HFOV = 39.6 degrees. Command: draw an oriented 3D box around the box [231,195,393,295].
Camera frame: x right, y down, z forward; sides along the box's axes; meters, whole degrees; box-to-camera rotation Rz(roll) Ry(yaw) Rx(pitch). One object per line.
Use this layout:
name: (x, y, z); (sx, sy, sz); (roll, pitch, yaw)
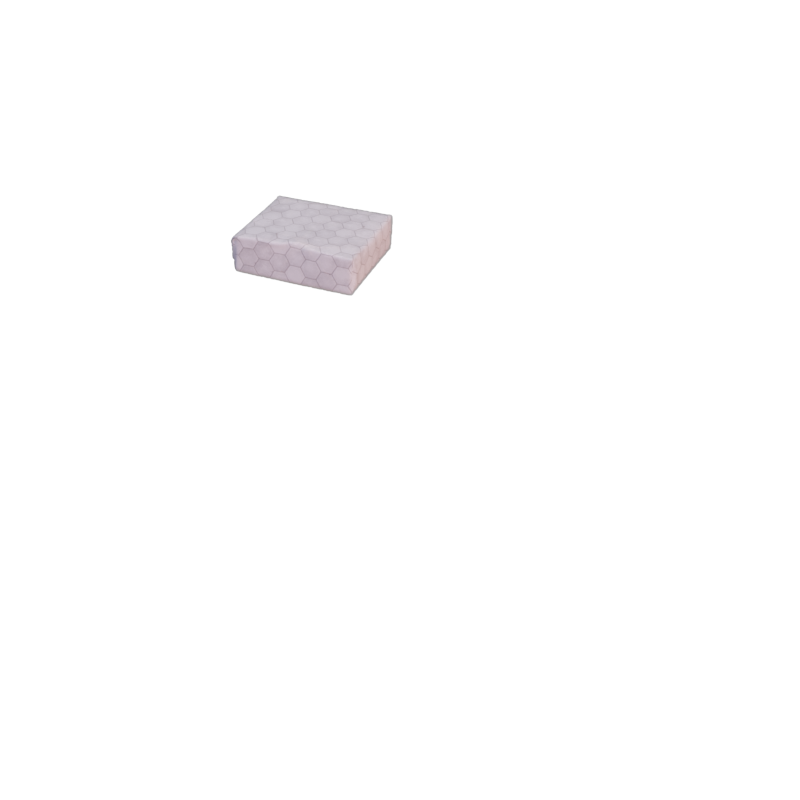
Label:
box: (-0.059, -0.107, 0.752); (0.092, 0.028, 0.075); (13, 34, 19)
